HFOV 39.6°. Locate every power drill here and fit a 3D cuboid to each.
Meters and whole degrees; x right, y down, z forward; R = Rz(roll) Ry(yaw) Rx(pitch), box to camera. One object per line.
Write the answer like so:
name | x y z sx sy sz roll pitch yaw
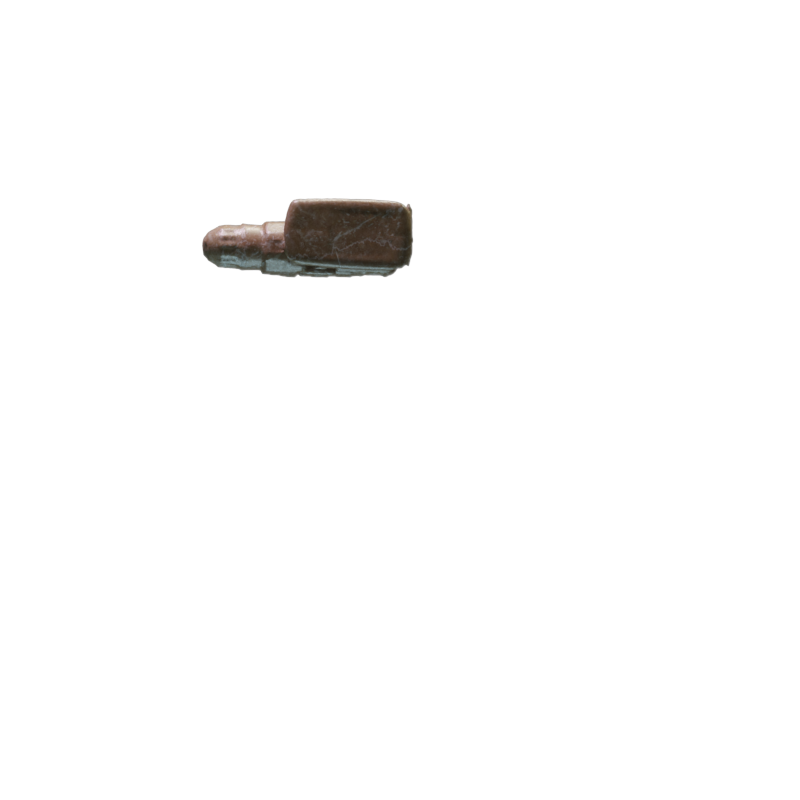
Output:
power drill | -0.075 -0.137 0.962 0.182 0.057 0.190 -1 4 -11
